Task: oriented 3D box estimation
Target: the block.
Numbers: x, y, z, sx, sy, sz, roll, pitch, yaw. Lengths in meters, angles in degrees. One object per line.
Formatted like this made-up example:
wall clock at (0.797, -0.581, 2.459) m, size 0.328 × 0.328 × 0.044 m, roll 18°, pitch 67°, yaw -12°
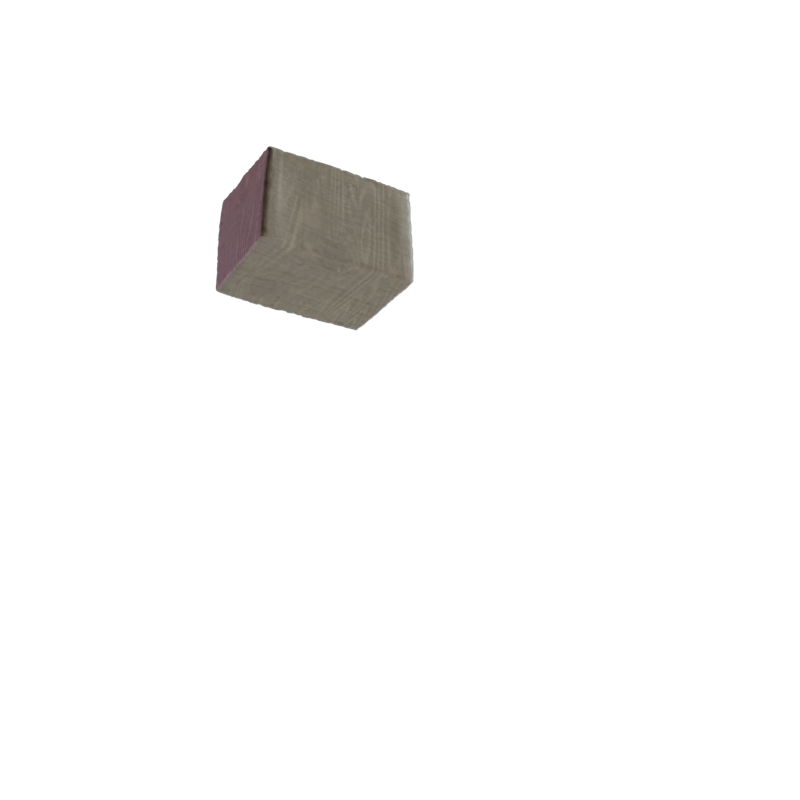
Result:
block at (-0.040, -0.073, 0.514) m, size 0.075 × 0.055 × 0.052 m, roll 15°, pitch -34°, yaw -26°
